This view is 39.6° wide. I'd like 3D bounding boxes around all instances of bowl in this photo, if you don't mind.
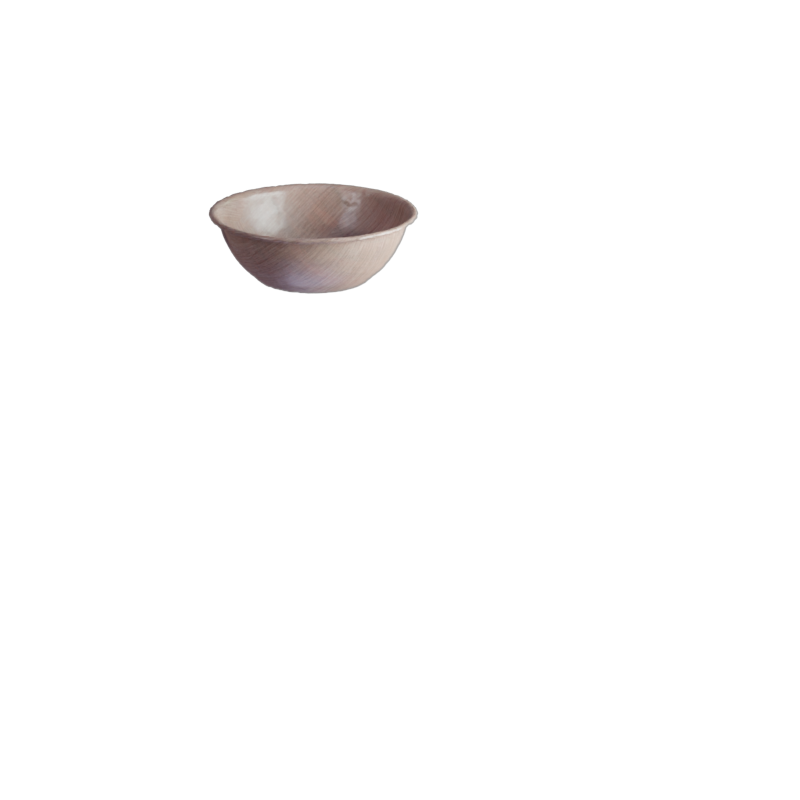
[{"bbox_3d":[-0.068,-0.124,0.866,0.162,0.053,0.170,-1,23,-2],"label":"bowl"}]
